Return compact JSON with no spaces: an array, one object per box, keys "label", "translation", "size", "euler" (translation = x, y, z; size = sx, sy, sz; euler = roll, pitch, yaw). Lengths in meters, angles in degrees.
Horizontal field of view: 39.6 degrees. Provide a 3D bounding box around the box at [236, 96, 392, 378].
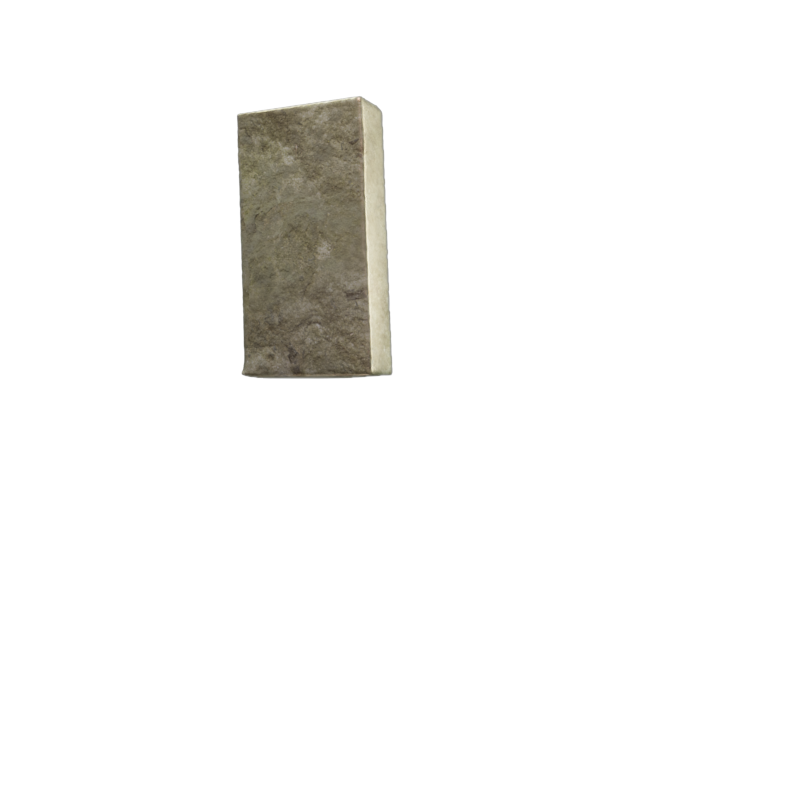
[{"label":"box","translation":[-0.056,-0.103,0.722],"size":[0.096,0.180,0.046],"euler":[-4,-9,24]}]
